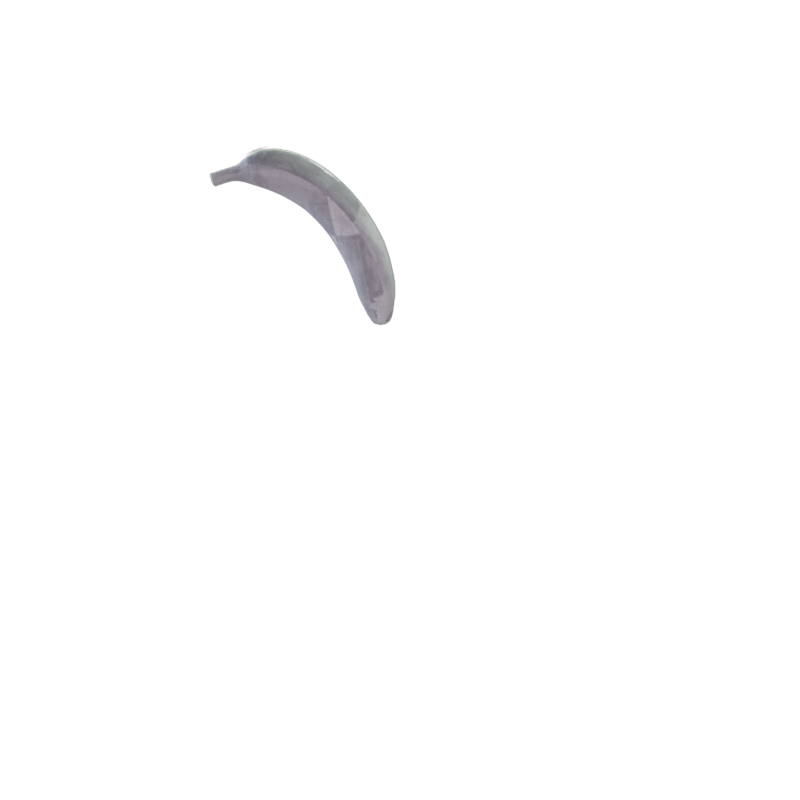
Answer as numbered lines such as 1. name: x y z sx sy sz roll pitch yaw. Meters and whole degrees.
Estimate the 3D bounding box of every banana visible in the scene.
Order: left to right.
1. banana: -0.061 -0.143 0.902 0.189 0.069 0.039 41 19 -18
